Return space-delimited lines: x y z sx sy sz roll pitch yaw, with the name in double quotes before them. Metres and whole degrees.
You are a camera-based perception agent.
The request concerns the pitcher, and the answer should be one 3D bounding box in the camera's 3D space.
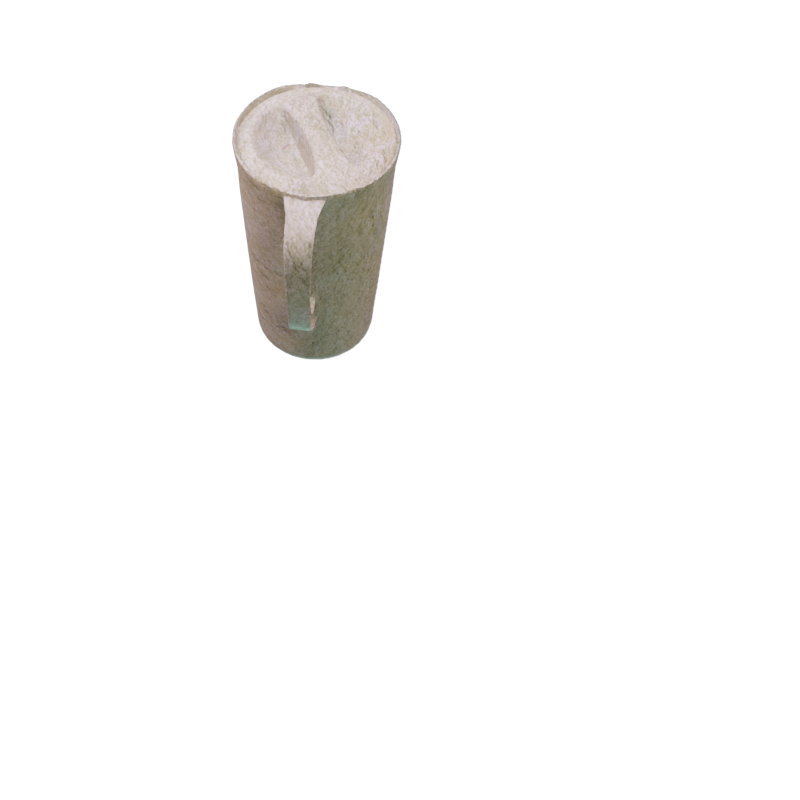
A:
"pitcher" -0.074 -0.136 0.951 0.150 0.155 0.227 -32 -29 -25
